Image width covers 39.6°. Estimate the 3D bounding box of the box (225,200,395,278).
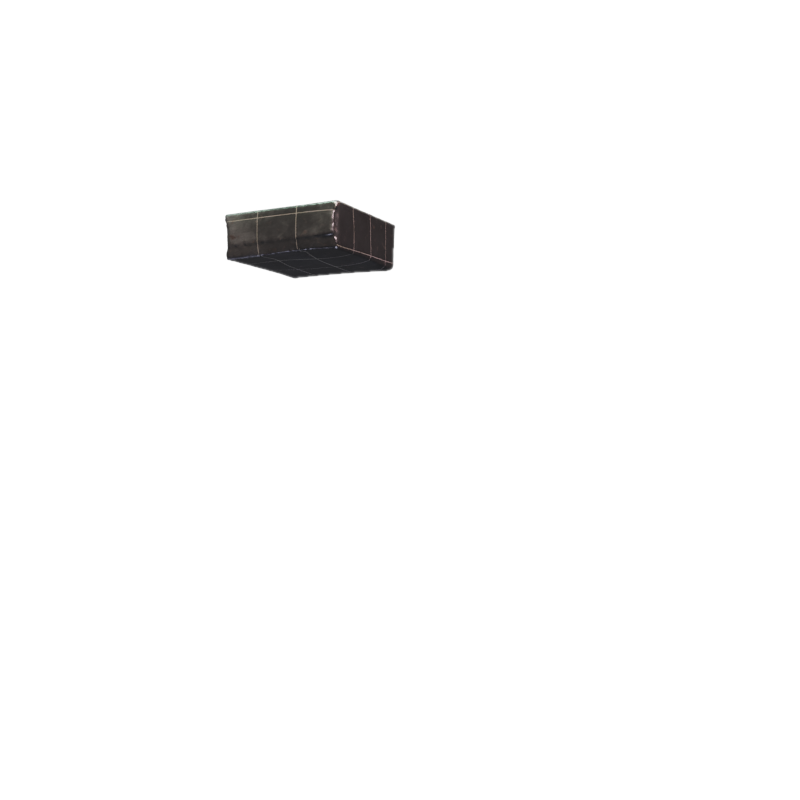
[{"bbox_3d":[-0.064,-0.118,0.823,0.092,0.040,0.108,-2,-5,23],"label":"box"}]
